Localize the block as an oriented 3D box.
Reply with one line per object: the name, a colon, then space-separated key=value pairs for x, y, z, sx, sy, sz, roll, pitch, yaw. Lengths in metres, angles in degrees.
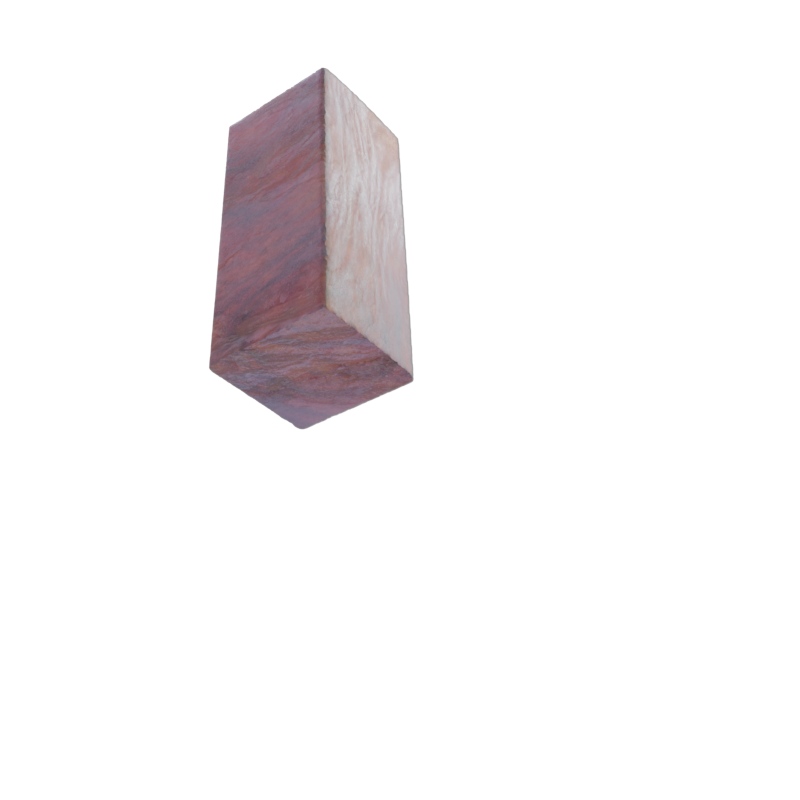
block: x=-0.055 y=-0.102 z=0.714 sx=0.091 sy=0.221 sz=0.084 roll=-27 pitch=-44 yaw=27
